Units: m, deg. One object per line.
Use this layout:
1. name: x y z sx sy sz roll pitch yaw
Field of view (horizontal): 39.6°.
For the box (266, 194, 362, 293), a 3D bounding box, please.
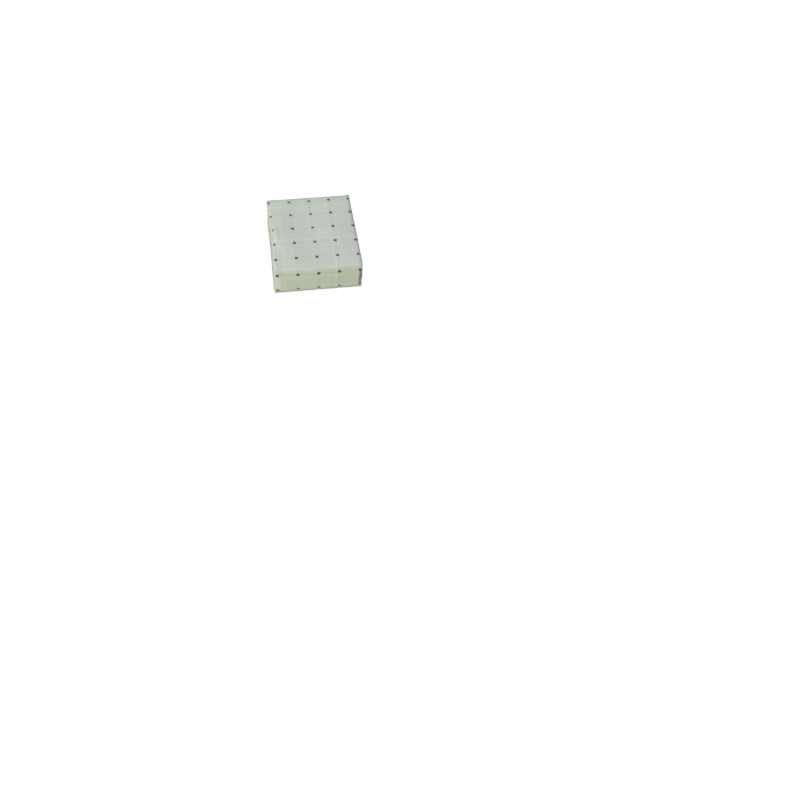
1. box: -0.073 -0.134 0.934 0.073 0.096 0.028 -5 -41 -5
